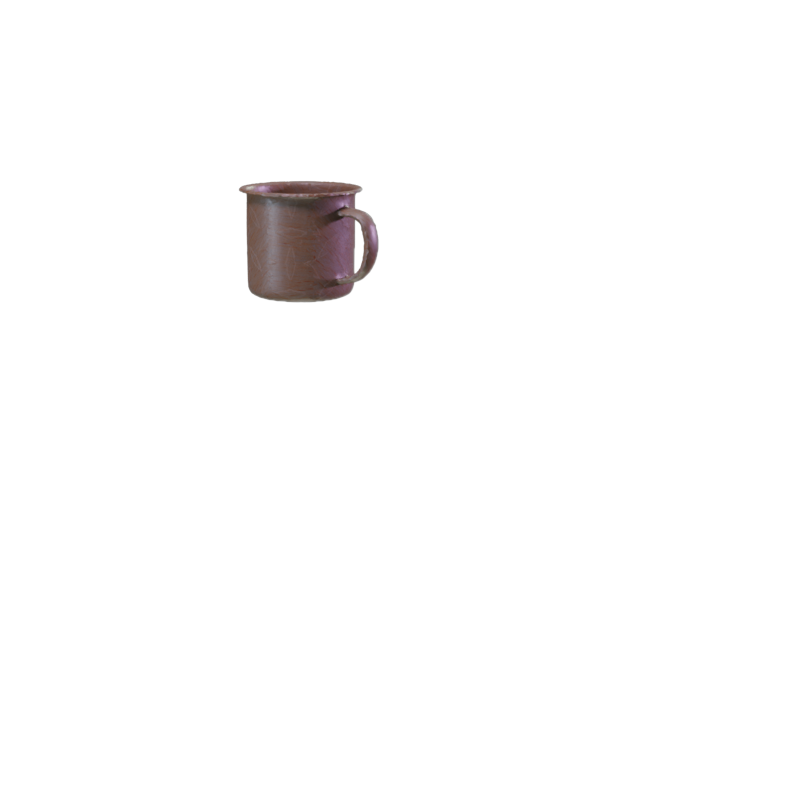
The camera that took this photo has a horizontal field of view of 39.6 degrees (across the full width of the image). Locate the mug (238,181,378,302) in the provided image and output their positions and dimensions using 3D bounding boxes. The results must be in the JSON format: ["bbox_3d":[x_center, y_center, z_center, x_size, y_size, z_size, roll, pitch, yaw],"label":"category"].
[{"bbox_3d":[-0.065,-0.119,0.834,0.123,0.079,0.091,10,17,34],"label":"mug"}]
